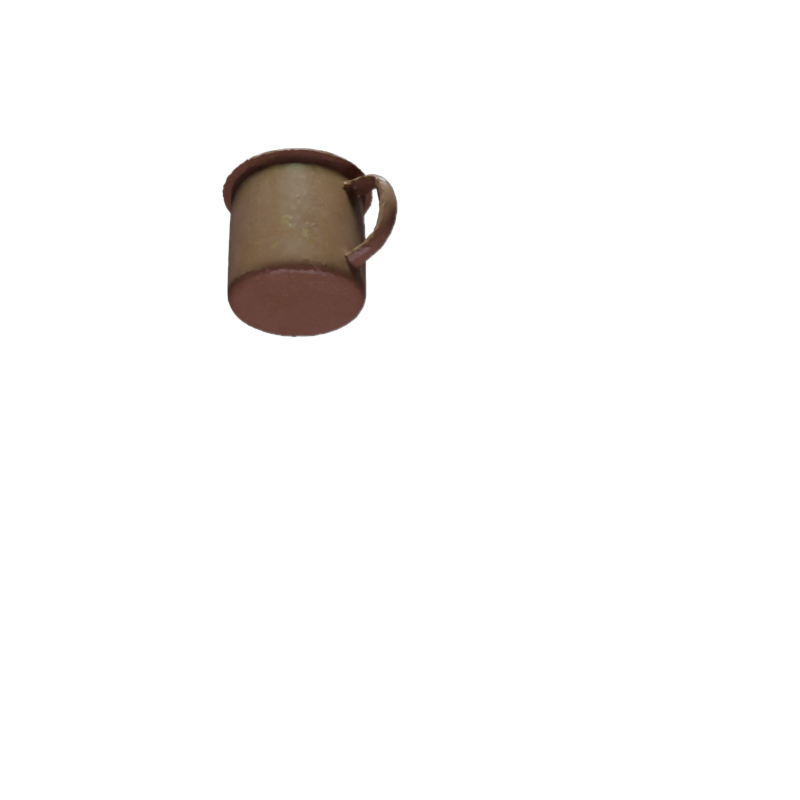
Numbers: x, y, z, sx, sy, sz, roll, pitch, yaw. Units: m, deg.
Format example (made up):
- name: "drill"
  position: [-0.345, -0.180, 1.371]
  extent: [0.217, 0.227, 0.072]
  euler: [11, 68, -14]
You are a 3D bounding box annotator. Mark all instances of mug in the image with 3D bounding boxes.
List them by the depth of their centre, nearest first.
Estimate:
- name: "mug"
  position: [-0.052, -0.094, 0.658]
  extent: [0.118, 0.087, 0.086]
  euler: [-19, -35, 28]
